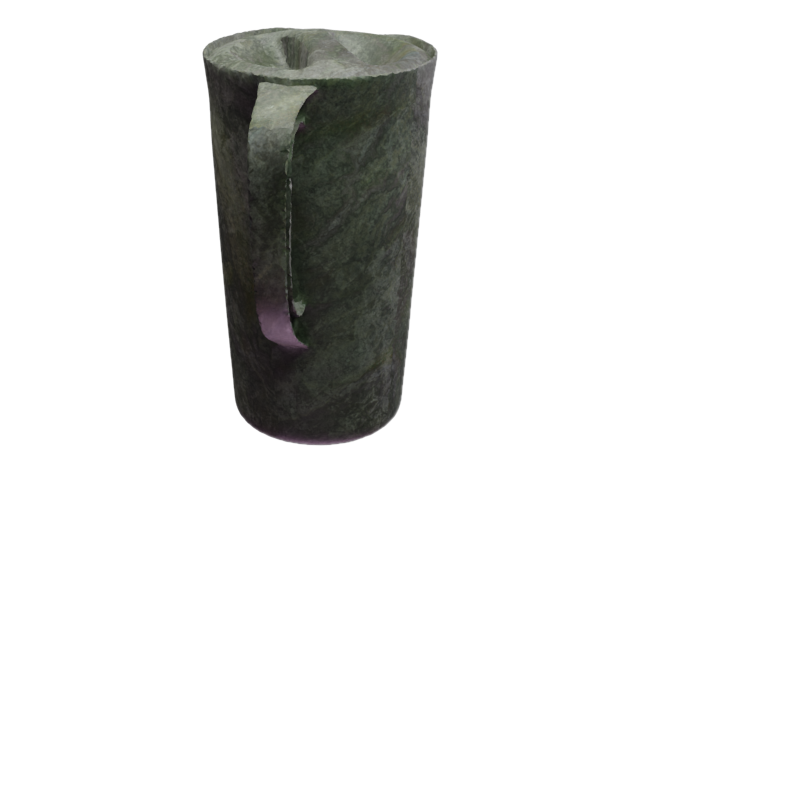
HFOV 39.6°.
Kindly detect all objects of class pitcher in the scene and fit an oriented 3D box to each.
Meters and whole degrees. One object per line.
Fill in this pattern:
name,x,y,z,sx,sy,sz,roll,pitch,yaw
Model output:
pitcher,-0.052,-0.095,0.665,0.146,0.231,0.155,-14,29,-31
